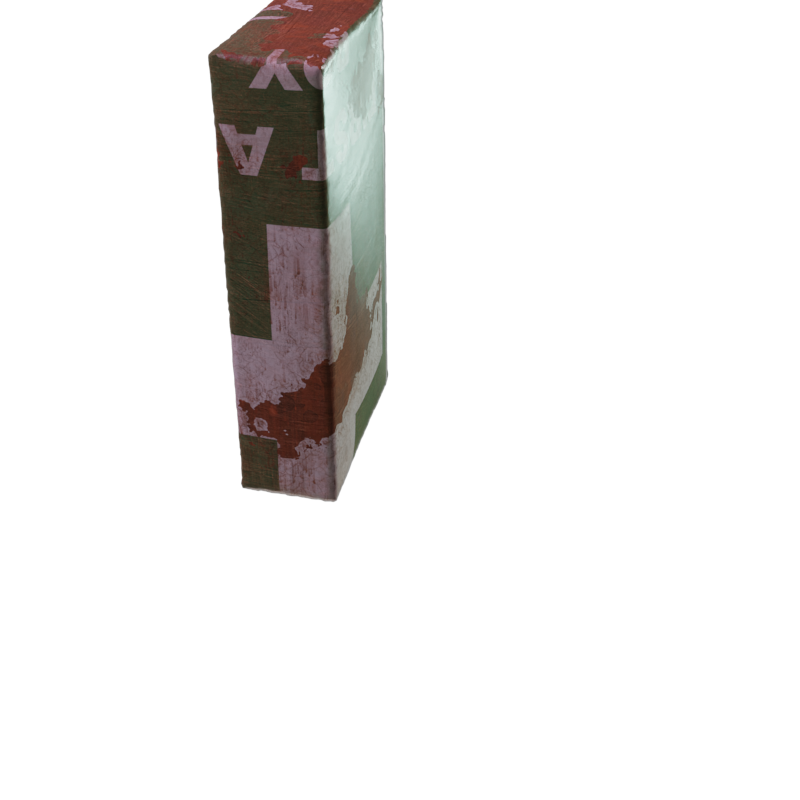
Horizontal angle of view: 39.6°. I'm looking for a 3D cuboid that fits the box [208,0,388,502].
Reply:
[{"bbox_3d":[-0.033,-0.061,0.426,0.049,0.166,0.097,8,31,10],"label":"box"}]
